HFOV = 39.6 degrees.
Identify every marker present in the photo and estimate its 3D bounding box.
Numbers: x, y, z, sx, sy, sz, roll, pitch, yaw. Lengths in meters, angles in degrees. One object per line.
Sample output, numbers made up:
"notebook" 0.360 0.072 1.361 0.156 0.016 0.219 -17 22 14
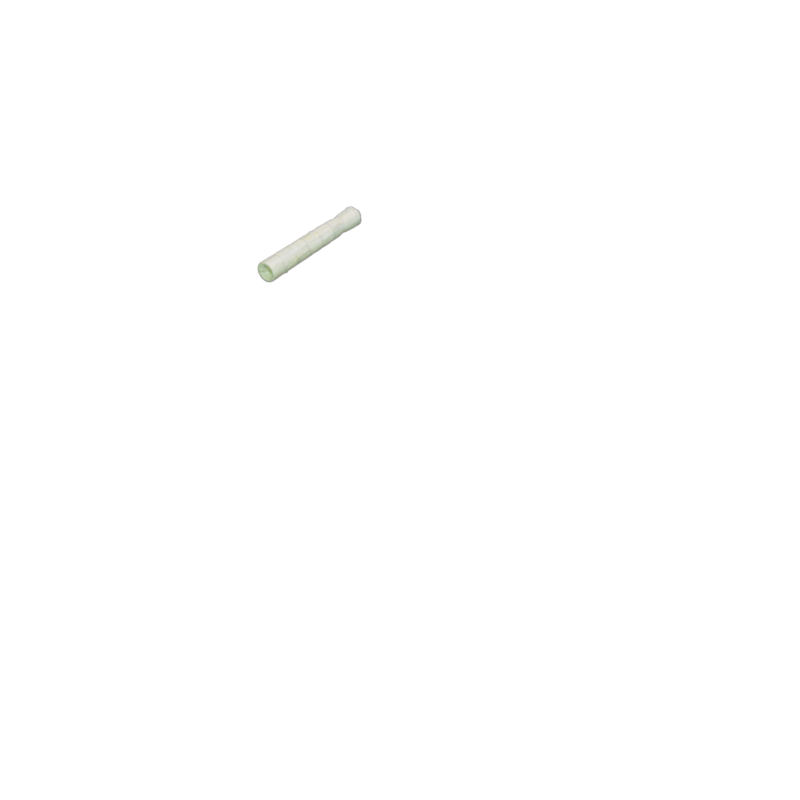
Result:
"marker" -0.073 -0.134 0.935 0.021 0.019 0.122 3 32 41
